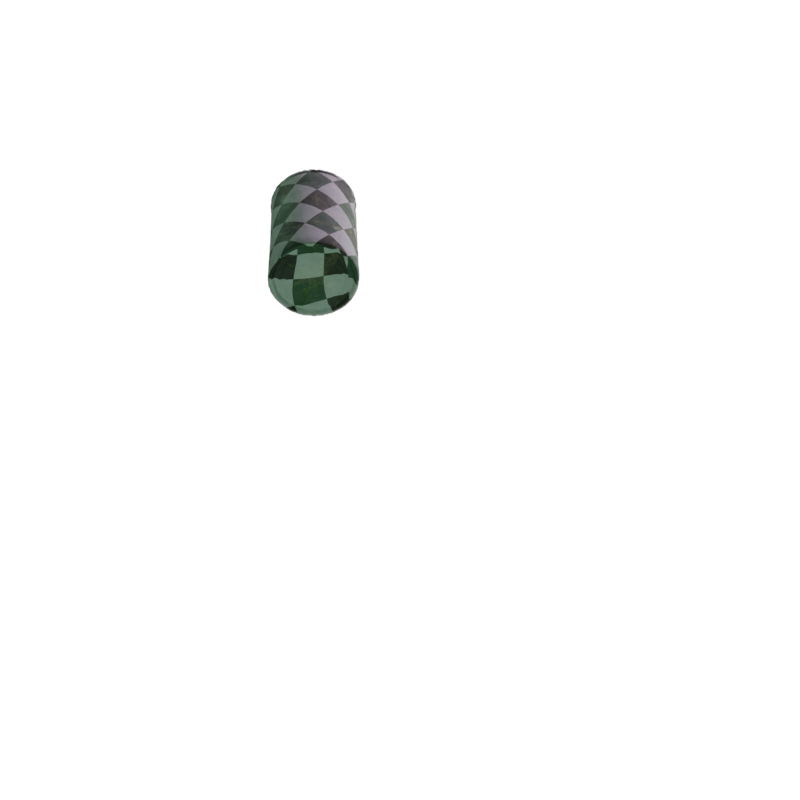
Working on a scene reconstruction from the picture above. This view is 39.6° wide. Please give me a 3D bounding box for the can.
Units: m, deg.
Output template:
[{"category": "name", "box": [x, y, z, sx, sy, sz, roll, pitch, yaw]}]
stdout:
[{"category": "can", "box": [-0.066, -0.120, 0.838, 0.068, 0.064, 0.109, -1, 39, -3]}]
